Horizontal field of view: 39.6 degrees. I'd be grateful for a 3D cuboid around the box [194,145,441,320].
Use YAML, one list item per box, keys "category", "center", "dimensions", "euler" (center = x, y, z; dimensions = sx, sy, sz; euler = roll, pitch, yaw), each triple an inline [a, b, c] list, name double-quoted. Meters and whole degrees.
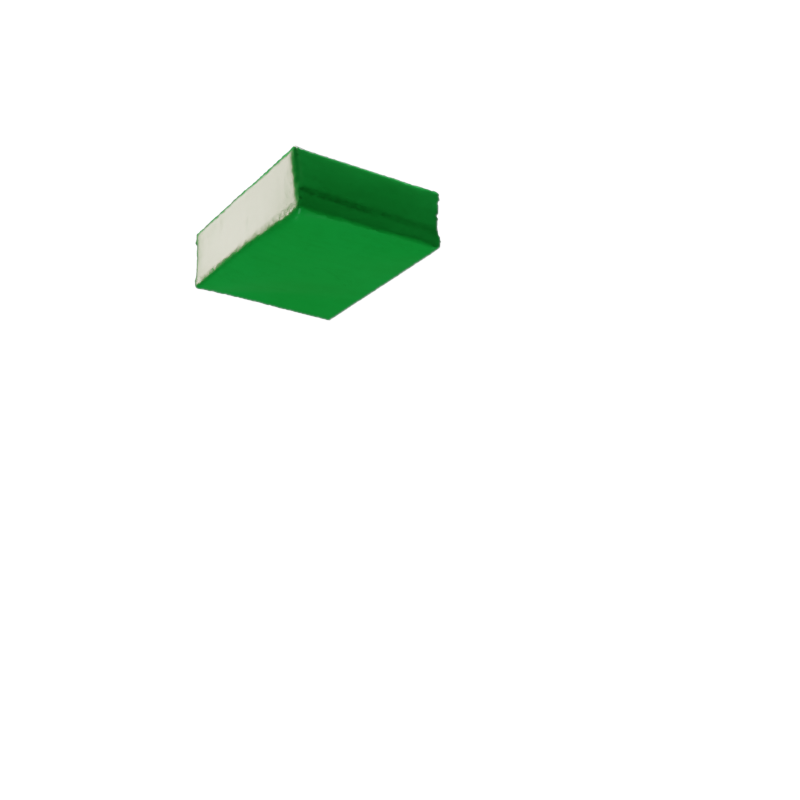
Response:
- category: "box"
  center: [-0.047, -0.085, 0.596]
  dimensions: [0.086, 0.041, 0.113]
  euler: [13, -23, -32]
